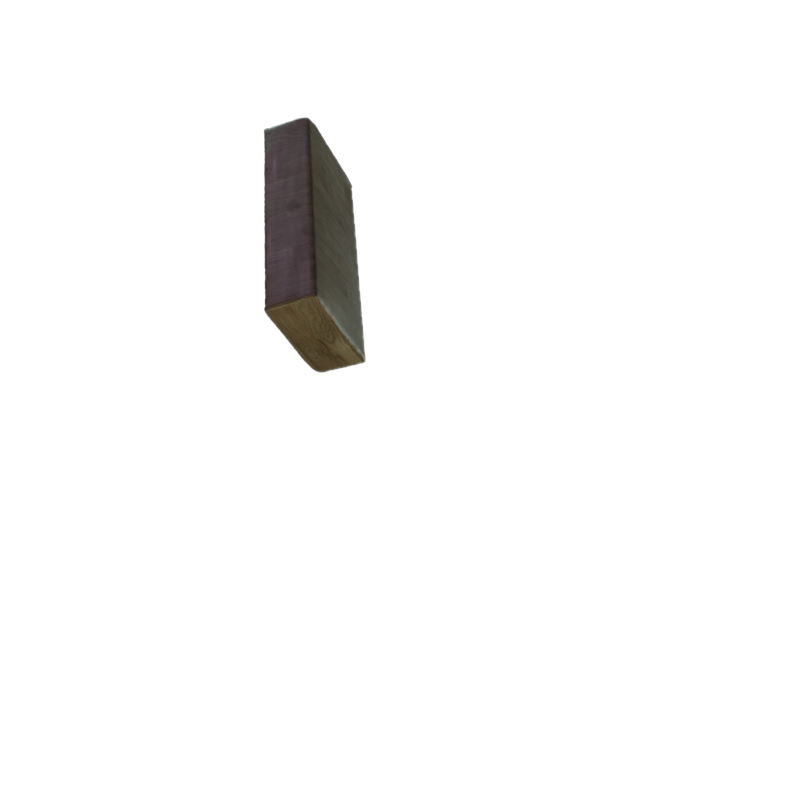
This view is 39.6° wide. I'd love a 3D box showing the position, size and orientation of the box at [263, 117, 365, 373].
[{"bbox_3d":[-0.065,-0.118,0.827,0.048,0.189,0.086,-15,-37,16],"label":"box"}]
